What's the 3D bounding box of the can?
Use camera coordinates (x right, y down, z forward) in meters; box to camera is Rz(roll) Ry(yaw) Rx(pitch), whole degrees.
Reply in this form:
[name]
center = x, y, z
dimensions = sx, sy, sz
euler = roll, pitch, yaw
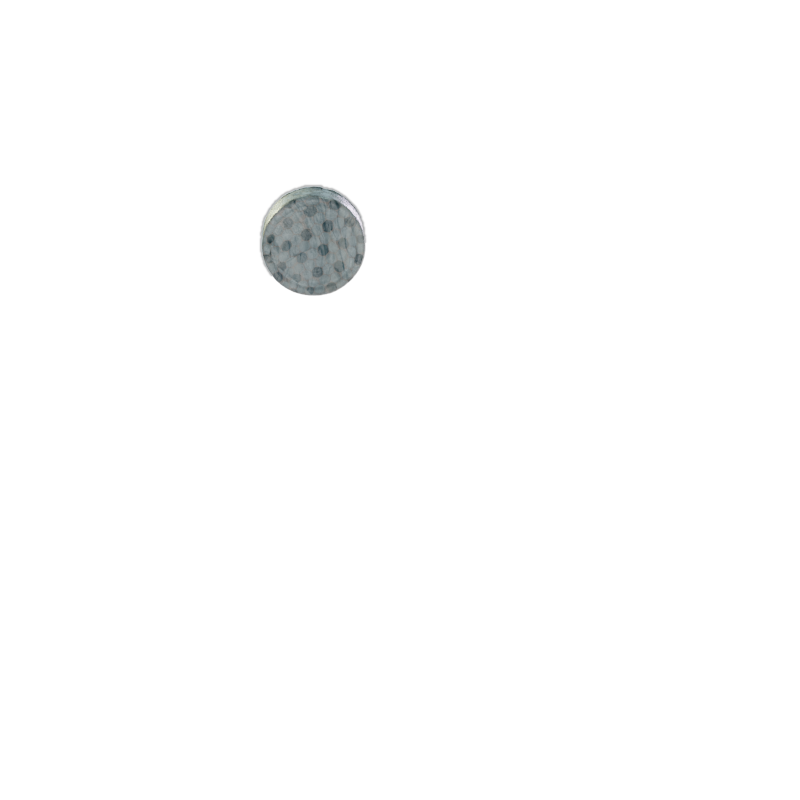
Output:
[can]
center = -0.071, -0.130, 0.907
dimensions = 0.086, 0.082, 0.035
euler = 0, 18, -1
